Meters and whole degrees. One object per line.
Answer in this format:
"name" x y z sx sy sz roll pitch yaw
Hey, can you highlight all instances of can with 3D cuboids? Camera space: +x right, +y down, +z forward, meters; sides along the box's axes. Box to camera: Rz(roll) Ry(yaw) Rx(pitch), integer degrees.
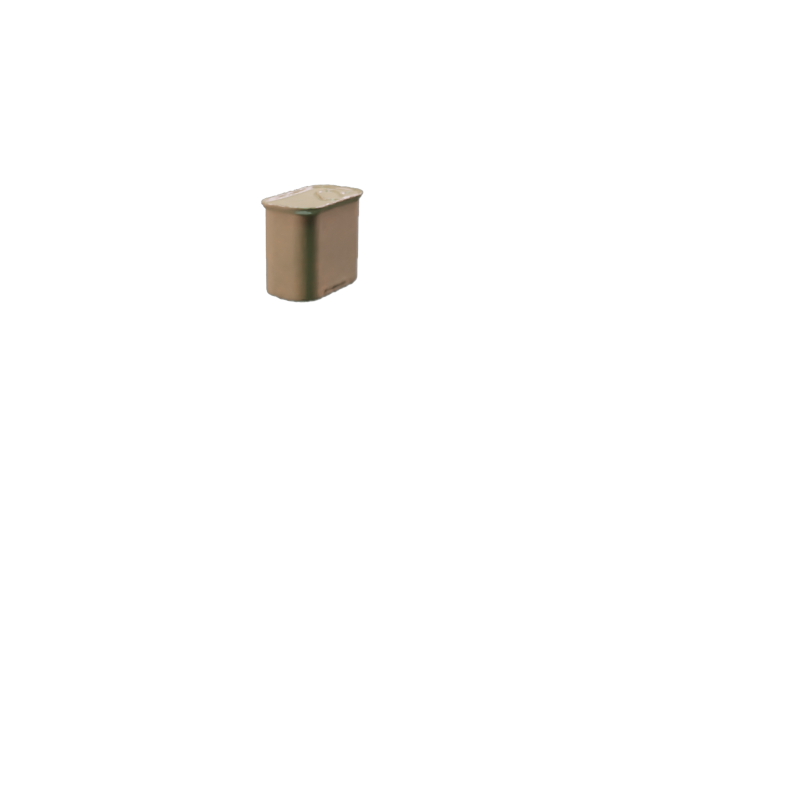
"can" -0.076 -0.139 0.972 0.060 0.081 0.101 10 21 27
